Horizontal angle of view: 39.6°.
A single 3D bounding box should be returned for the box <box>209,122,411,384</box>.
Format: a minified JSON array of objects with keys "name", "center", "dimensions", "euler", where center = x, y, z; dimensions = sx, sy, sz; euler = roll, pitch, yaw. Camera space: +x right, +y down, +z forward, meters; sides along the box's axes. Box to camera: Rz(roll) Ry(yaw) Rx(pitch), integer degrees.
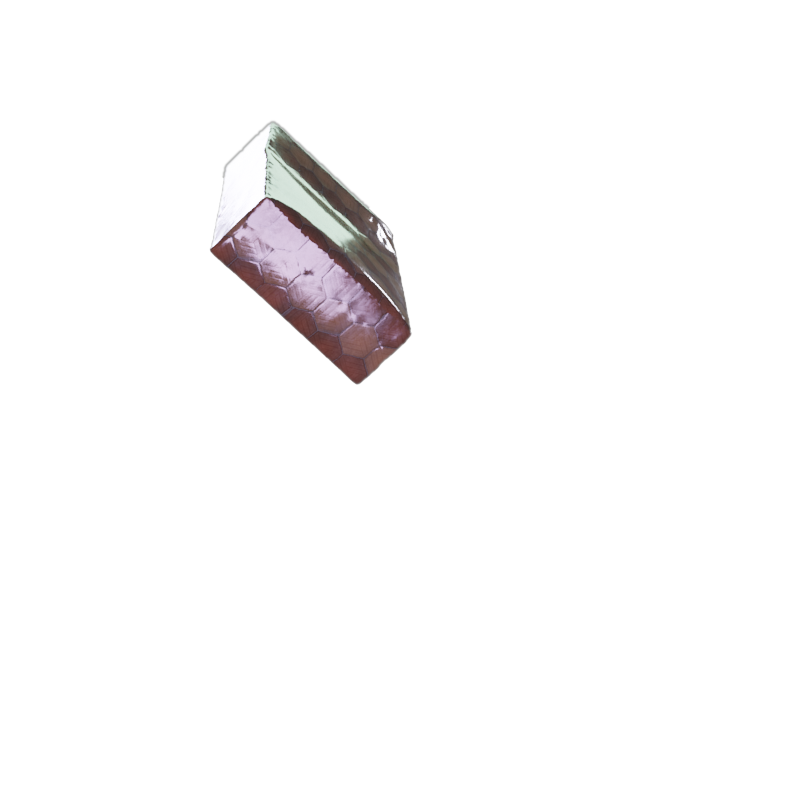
[{"name":"box","center":[-0.073,-0.134,0.935],"dimensions":[0.157,0.071,0.226],"euler":[41,18,-20]}]
